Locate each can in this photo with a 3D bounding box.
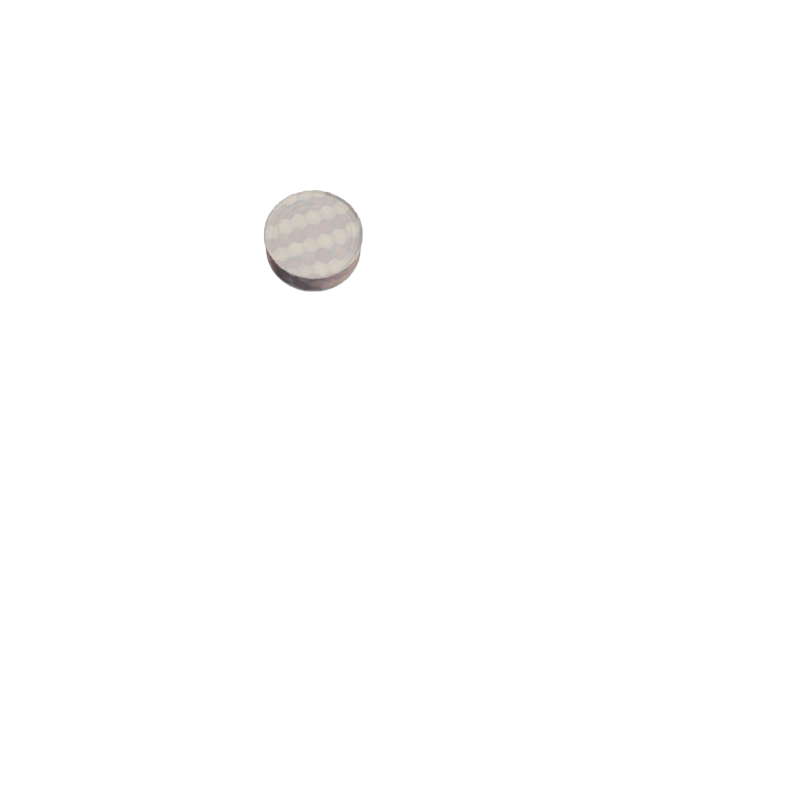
[{"bbox_3d":[-0.076,-0.139,0.971,0.086,0.091,0.032,-1,-24,-1],"label":"can"}]
